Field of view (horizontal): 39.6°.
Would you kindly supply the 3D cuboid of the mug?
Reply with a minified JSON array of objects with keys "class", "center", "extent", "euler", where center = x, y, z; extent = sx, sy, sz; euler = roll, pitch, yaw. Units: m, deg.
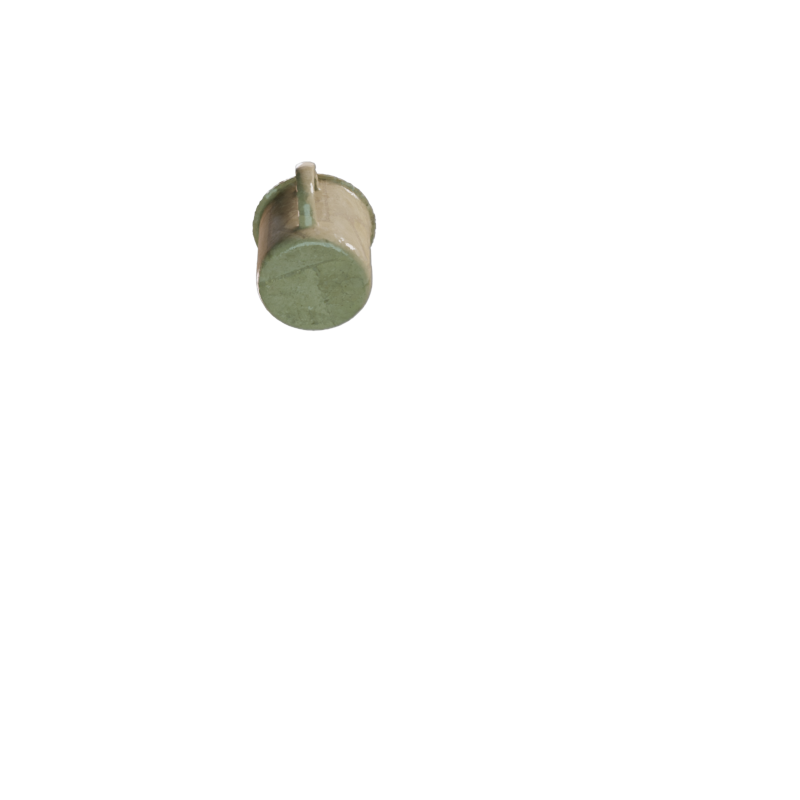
[{"class":"mug","center":[-0.062,-0.113,0.793],"extent":[0.093,0.109,0.087],"euler":[-2,35,-1]}]
